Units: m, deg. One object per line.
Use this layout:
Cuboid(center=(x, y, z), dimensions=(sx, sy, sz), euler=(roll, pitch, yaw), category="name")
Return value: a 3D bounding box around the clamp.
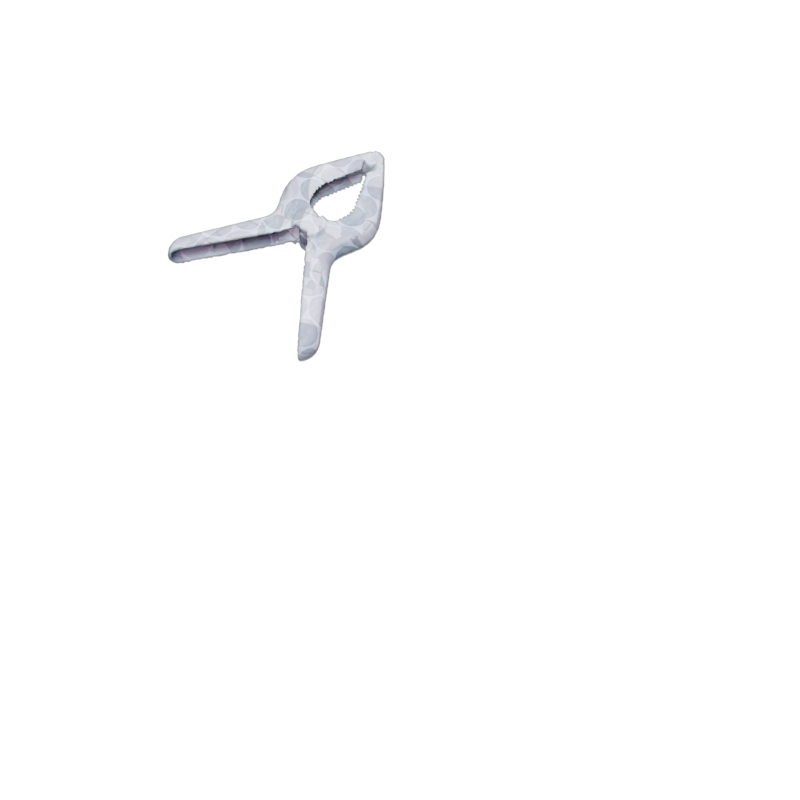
Cuboid(center=(-0.077, -0.140, 0.983), dimensions=(0.212, 0.173, 0.034), euler=(-40, -22, -20), category="clamp")
